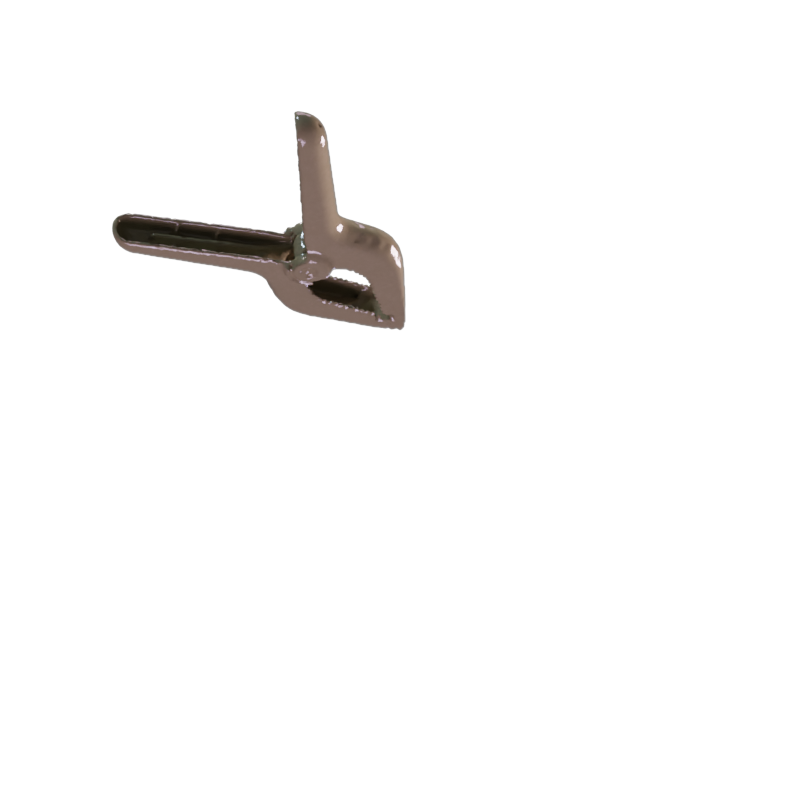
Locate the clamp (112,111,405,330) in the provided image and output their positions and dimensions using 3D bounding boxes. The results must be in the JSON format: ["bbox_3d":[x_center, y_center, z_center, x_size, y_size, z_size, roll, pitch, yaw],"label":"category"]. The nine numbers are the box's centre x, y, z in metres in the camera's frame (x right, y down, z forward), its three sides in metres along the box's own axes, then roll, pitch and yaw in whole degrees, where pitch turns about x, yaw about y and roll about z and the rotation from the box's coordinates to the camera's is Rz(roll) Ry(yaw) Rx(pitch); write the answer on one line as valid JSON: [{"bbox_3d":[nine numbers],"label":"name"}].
[{"bbox_3d":[-0.056,-0.103,0.718,0.164,0.039,0.197,-27,-40,38],"label":"clamp"}]
